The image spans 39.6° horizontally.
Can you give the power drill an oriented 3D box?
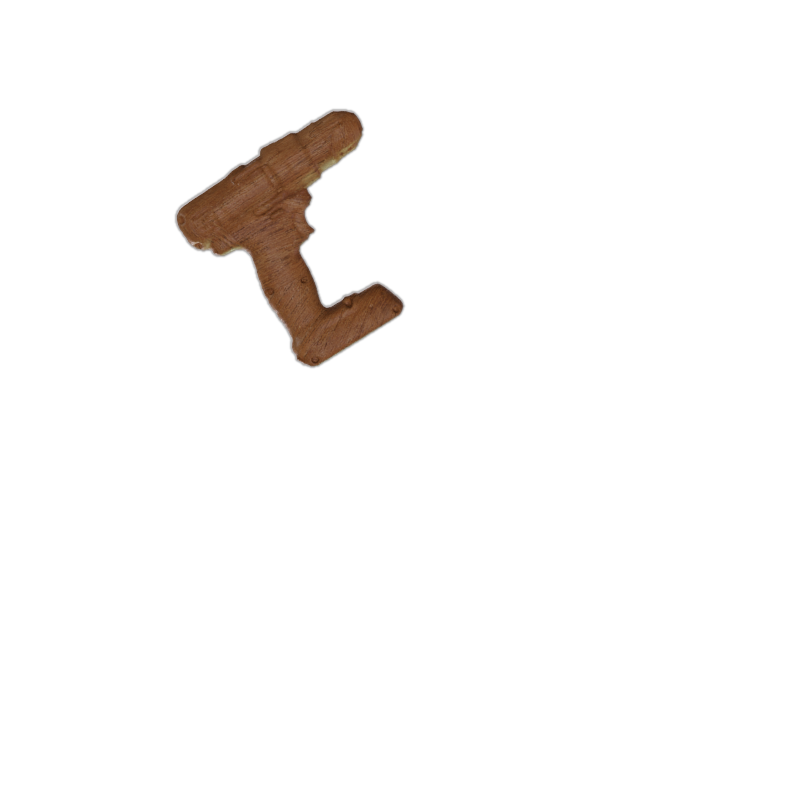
[{"bbox_3d":[-0.077,-0.140,0.978,0.184,0.185,0.058,-33,5,3],"label":"power drill"}]
